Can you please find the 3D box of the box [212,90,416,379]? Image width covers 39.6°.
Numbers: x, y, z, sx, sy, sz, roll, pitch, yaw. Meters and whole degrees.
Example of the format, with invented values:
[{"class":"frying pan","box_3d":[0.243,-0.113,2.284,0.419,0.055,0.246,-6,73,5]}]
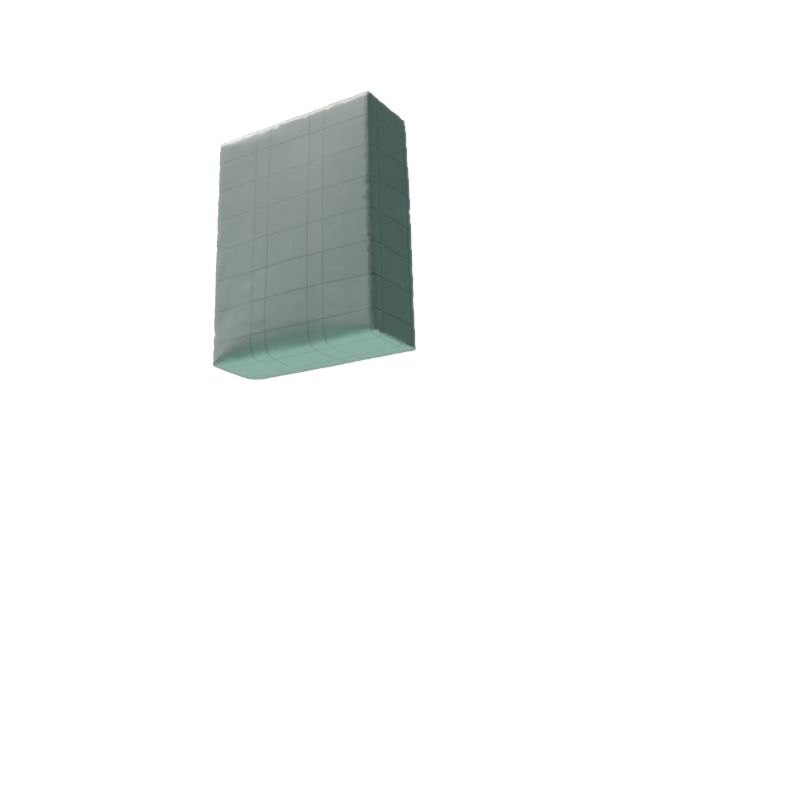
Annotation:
[{"class":"box","box_3d":[-0.074,-0.135,0.948,0.167,0.225,0.067,-14,-25,30]}]
